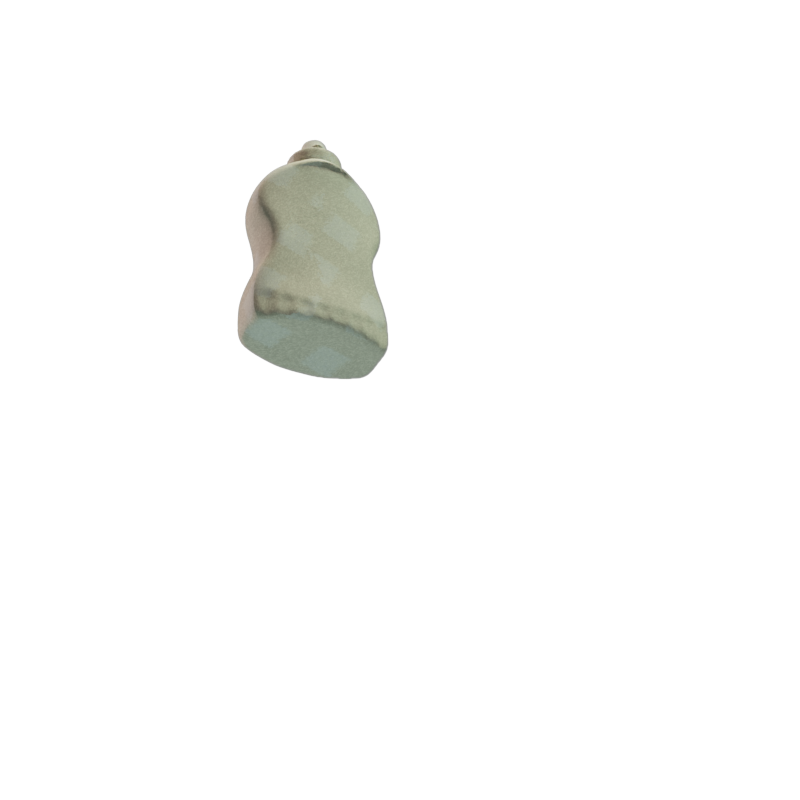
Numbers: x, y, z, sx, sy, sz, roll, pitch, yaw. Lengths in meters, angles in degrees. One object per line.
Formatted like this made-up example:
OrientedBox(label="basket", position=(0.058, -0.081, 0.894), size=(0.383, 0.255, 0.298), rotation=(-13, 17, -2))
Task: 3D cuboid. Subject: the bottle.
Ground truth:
OrientedBox(label="bottle", position=(-0.060, -0.109, 0.765), size=(0.093, 0.206, 0.056), rotation=(13, -43, -19))
